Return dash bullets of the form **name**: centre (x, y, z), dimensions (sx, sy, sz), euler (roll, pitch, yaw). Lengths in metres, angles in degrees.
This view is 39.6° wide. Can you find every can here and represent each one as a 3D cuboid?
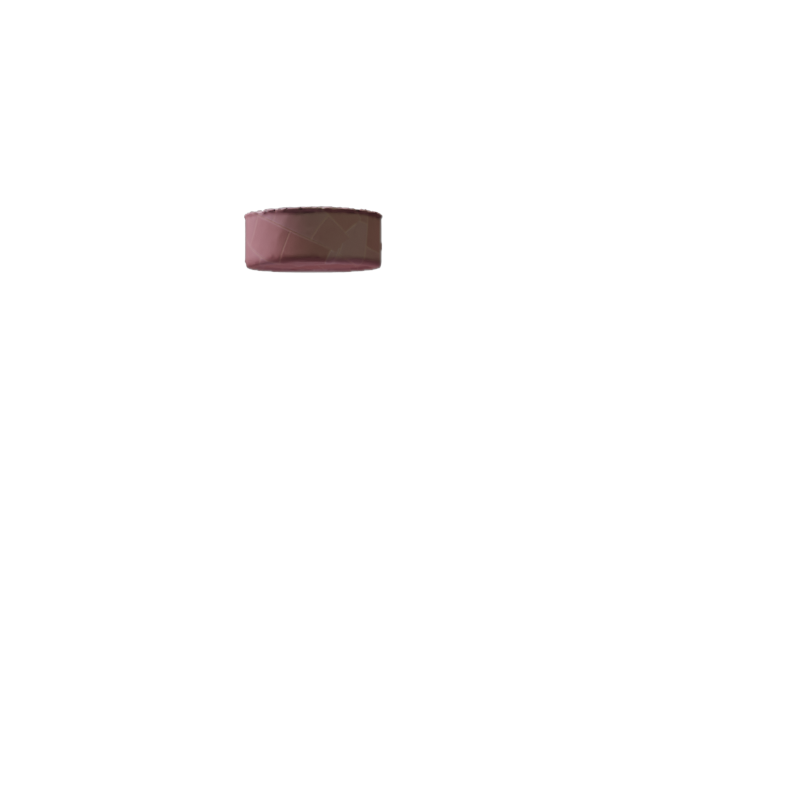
- **can**: centre (-0.054, -0.098, 0.685), dimensions (0.086, 0.034, 0.086), euler (0, 2, -2)
